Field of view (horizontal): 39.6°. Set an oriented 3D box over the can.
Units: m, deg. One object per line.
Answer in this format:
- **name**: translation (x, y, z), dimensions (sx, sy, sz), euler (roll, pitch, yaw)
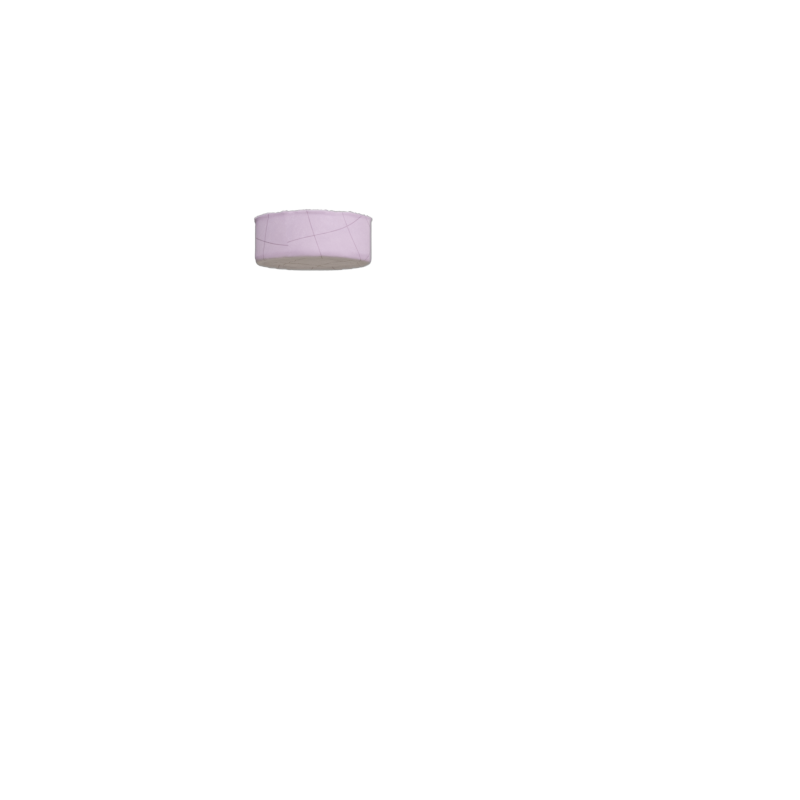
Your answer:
- **can**: translation (-0.063, -0.114, 0.800), dimensions (0.086, 0.034, 0.085), euler (0, -1, -2)
